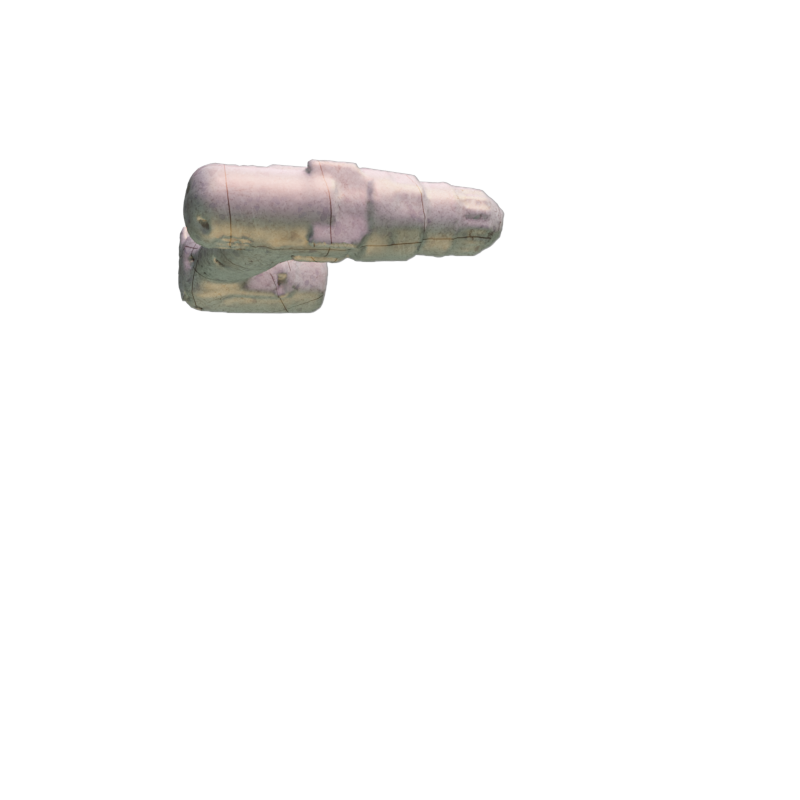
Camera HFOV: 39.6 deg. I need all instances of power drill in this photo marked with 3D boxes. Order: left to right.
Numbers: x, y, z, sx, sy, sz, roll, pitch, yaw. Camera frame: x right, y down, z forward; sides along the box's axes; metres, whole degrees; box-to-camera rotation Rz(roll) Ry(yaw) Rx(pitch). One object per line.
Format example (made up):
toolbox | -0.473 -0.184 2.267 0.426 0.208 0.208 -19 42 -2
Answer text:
power drill | -0.053 -0.097 0.680 0.180 0.059 0.187 3 -10 -19
